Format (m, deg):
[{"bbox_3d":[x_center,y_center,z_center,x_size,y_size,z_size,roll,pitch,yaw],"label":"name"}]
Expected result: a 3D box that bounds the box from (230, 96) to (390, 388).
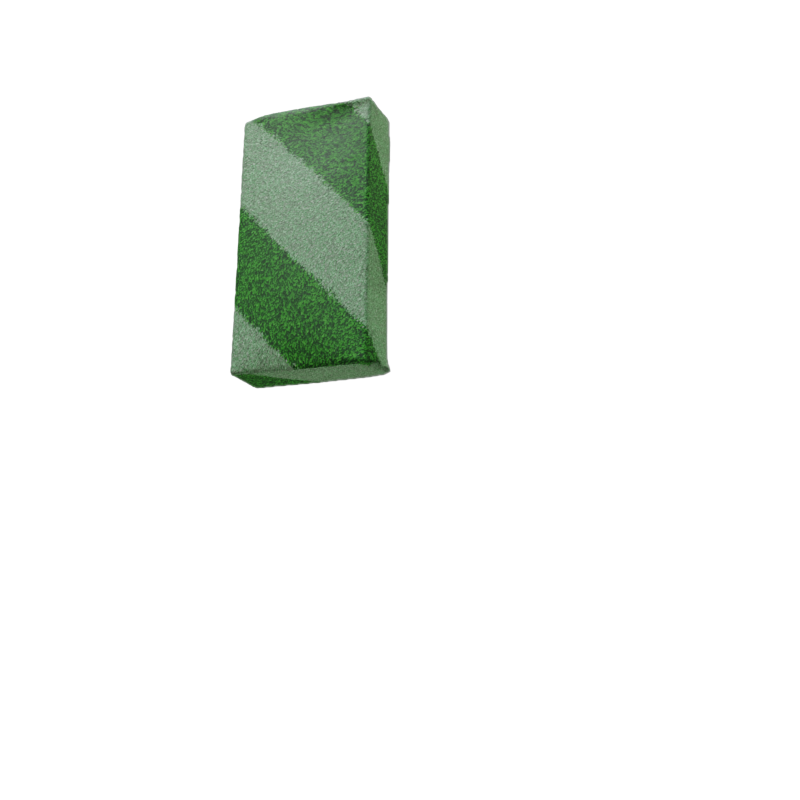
[{"bbox_3d":[-0.055,-0.100,0.703,0.095,0.184,0.045,-8,-19,20],"label":"box"}]
